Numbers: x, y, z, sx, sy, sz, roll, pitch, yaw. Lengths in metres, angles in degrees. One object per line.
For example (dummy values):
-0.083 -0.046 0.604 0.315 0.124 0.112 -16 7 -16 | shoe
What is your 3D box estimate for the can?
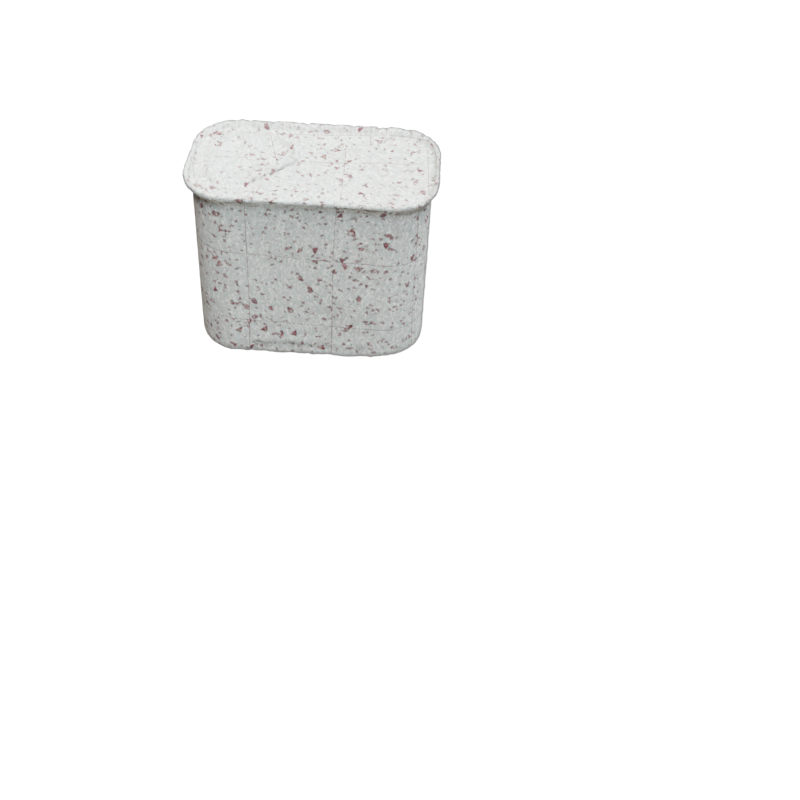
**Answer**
-0.037 -0.067 0.469 0.102 0.078 0.061 4 42 3 | can
